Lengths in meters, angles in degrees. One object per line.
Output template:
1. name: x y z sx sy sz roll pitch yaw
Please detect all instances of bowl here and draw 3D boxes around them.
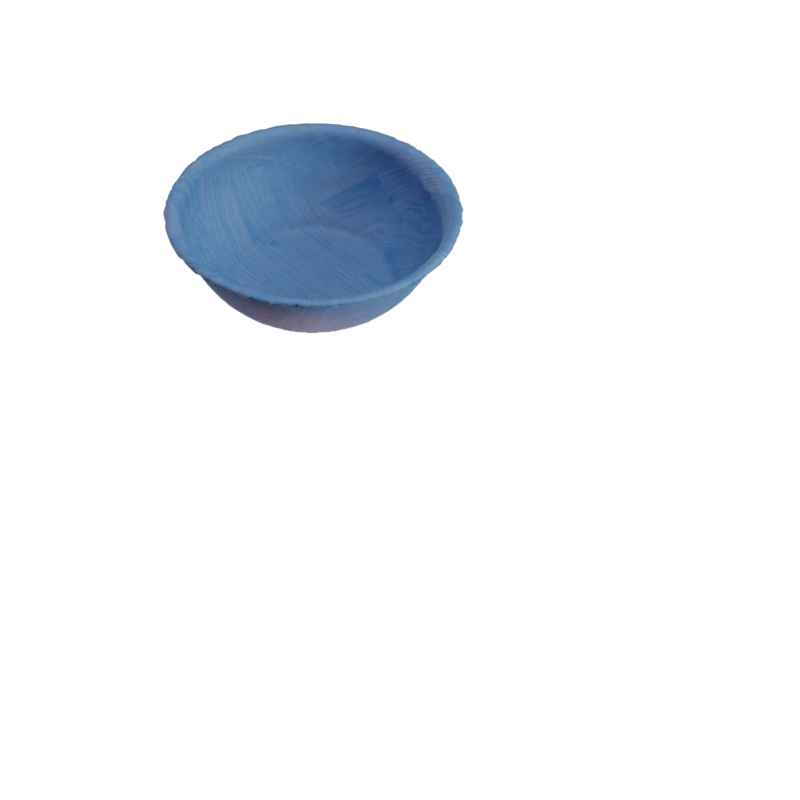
1. bowl: -0.048 -0.088 0.618 0.162 0.051 0.174 -1 44 -1
